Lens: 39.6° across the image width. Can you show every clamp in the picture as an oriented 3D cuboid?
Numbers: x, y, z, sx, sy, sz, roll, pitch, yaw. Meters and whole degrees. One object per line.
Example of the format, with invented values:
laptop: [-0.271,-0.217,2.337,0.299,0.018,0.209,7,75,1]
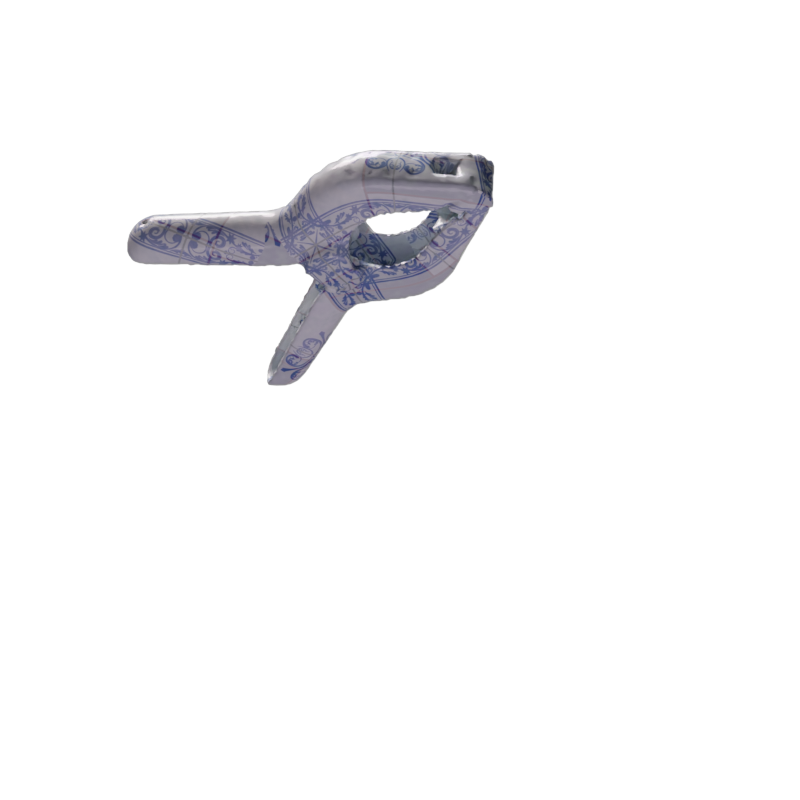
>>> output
clamp: [-0.040,-0.073,0.511,0.170,0.042,0.112,-32,-49,31]
